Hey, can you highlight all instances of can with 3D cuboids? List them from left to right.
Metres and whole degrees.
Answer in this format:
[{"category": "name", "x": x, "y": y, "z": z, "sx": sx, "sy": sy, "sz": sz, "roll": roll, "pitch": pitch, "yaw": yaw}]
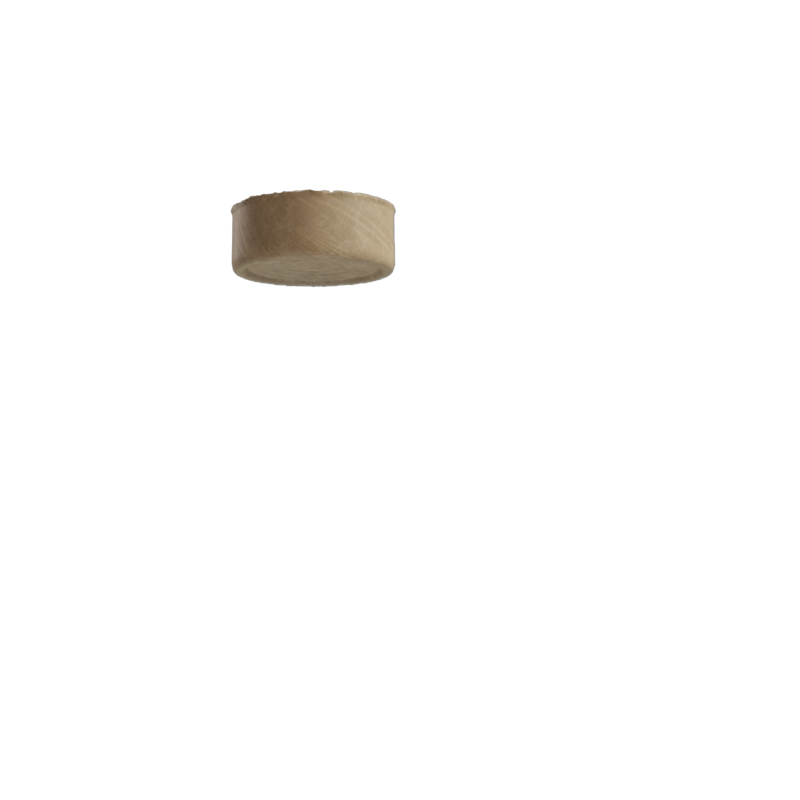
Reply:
[{"category": "can", "x": -0.045, "y": -0.082, "z": 0.574, "sx": 0.086, "sy": 0.034, "sz": 0.084, "roll": 0, "pitch": -6, "yaw": -2}]
